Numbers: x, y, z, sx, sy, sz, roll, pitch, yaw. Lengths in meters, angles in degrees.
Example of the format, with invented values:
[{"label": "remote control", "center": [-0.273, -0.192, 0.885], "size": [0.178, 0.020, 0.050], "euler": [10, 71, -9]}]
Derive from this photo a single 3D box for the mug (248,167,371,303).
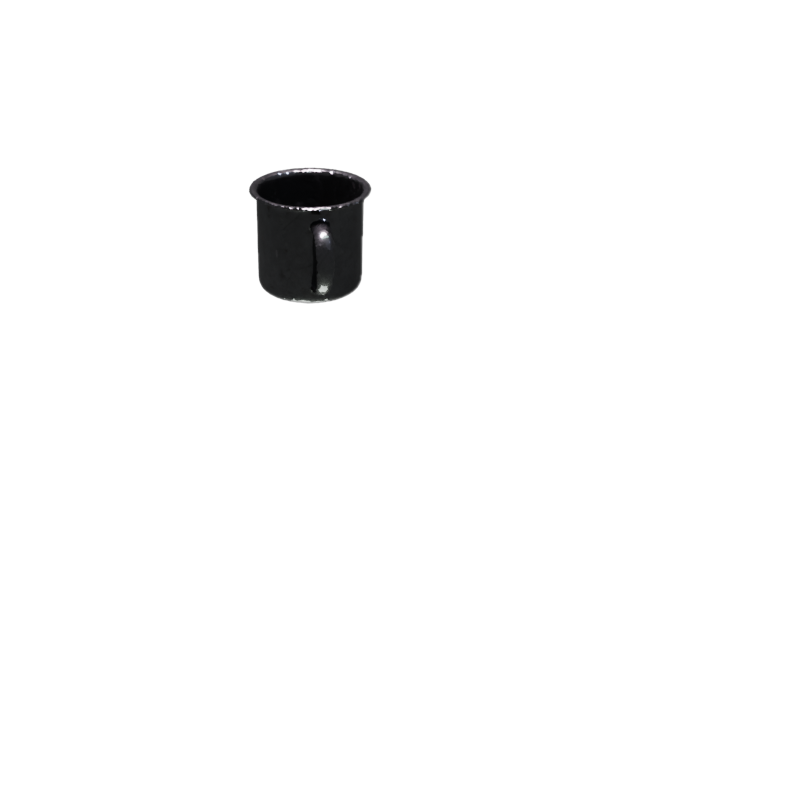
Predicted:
[{"label": "mug", "center": [-0.066, -0.121, 0.848], "size": [0.092, 0.077, 0.125], "euler": [-6, 28, -13]}]
